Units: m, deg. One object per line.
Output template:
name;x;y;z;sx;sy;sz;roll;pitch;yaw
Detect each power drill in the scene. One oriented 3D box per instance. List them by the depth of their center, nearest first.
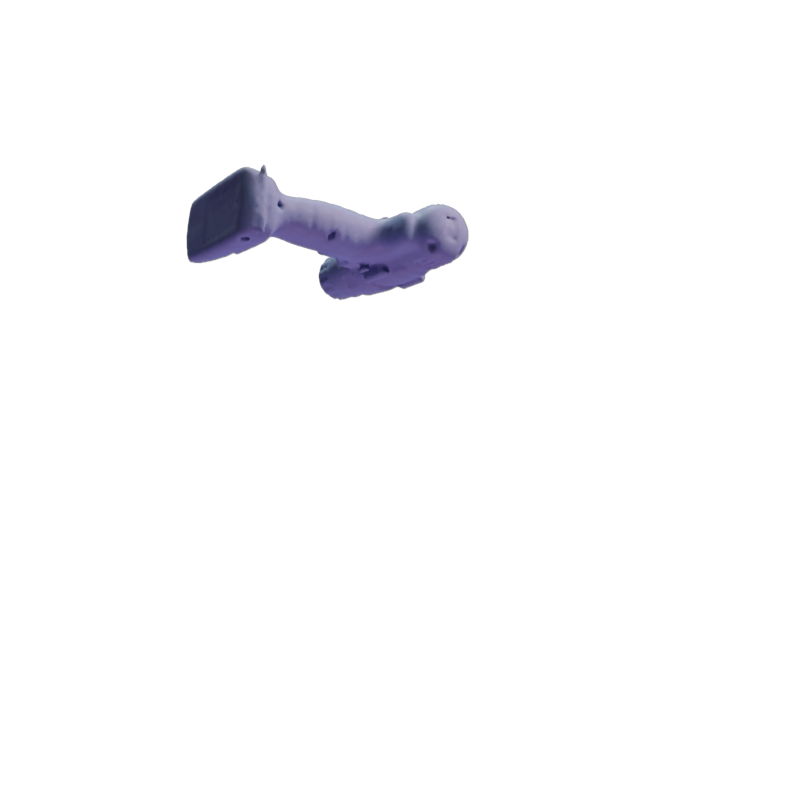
power drill;-0.068;-0.124;0.871;0.180;0.059;0.186;7;-13;-31
